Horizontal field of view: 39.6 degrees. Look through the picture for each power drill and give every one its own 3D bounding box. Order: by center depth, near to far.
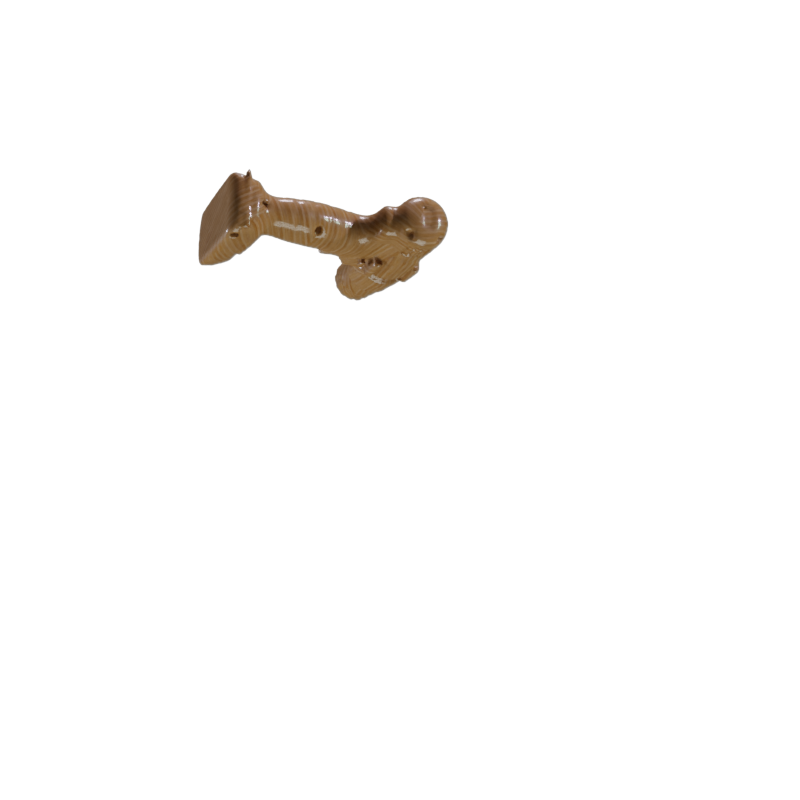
[{"bbox_3d":[-0.075,-0.137,0.957,0.182,0.060,0.182,6,-17,-21],"label":"power drill"}]
